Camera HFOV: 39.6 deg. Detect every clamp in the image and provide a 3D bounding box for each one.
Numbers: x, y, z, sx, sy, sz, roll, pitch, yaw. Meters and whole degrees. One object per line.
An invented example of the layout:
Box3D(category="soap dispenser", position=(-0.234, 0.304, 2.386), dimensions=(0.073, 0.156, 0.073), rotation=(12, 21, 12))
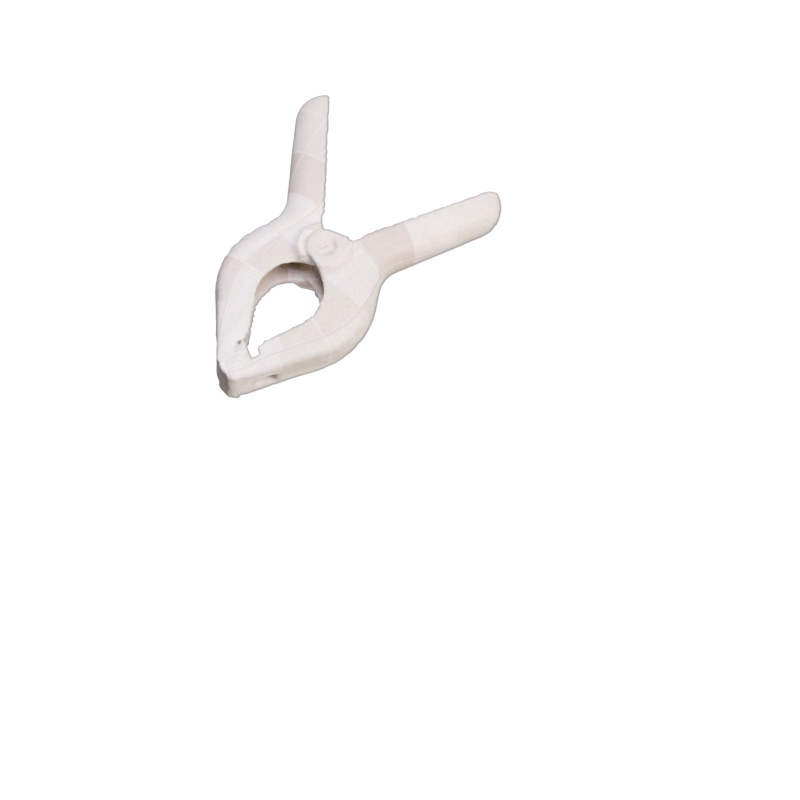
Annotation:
Box3D(category="clamp", position=(-0.044, -0.080, 0.558), dimensions=(0.126, 0.174, 0.037), rotation=(36, -26, 20))
